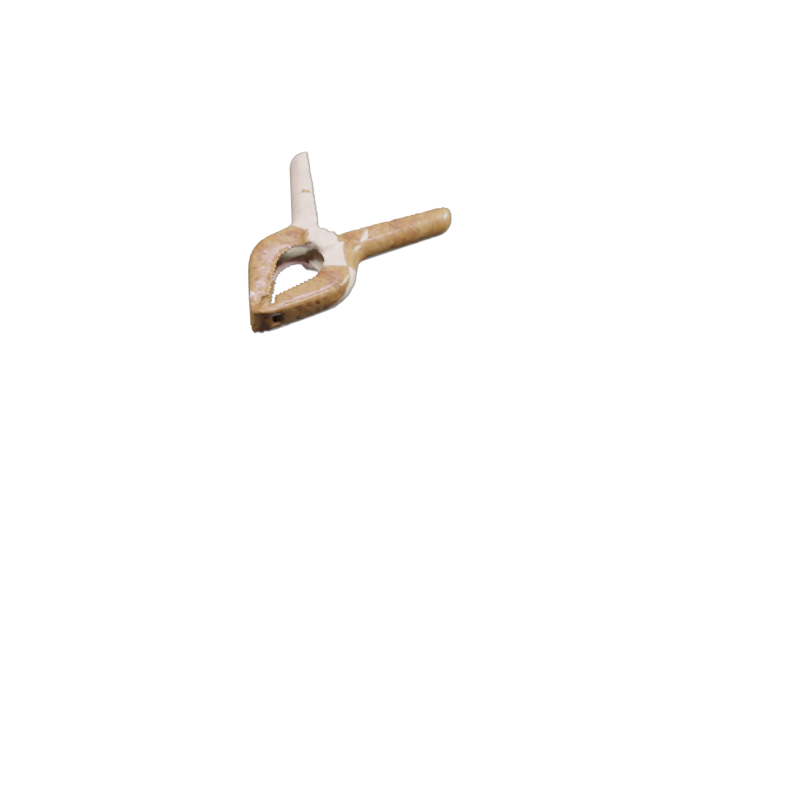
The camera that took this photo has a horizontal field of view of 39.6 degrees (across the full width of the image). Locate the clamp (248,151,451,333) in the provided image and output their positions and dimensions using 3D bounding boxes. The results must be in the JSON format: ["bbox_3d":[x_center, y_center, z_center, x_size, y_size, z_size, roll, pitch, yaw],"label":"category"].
[{"bbox_3d":[-0.076,-0.139,0.974,0.173,0.034,0.214,28,53,23],"label":"clamp"}]
